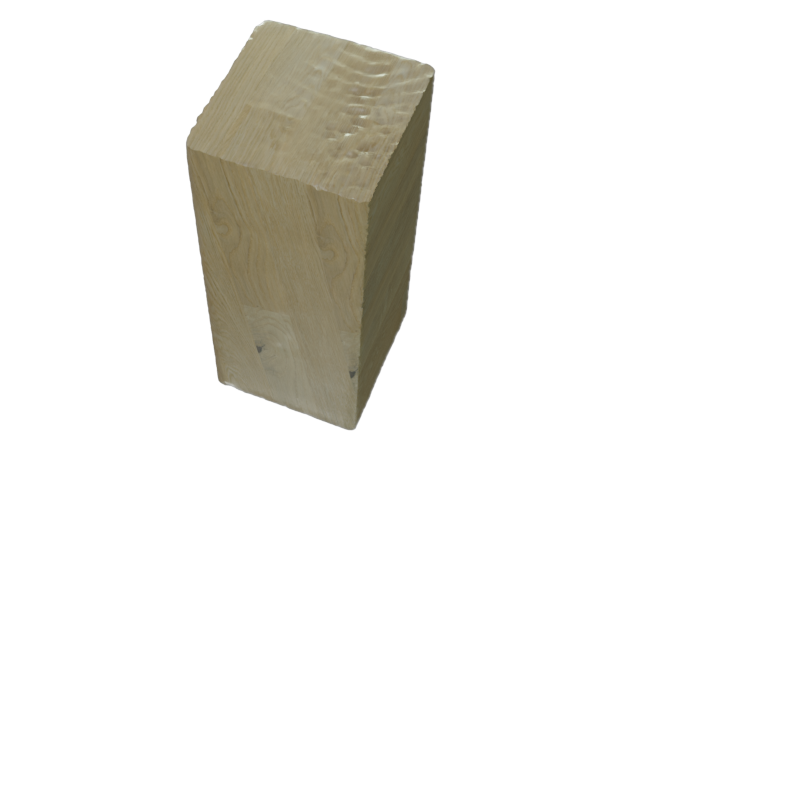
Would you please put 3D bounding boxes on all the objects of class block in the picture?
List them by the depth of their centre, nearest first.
[{"bbox_3d":[-0.046,-0.083,0.577,0.092,0.095,0.193,19,-30,8],"label":"block"}]
